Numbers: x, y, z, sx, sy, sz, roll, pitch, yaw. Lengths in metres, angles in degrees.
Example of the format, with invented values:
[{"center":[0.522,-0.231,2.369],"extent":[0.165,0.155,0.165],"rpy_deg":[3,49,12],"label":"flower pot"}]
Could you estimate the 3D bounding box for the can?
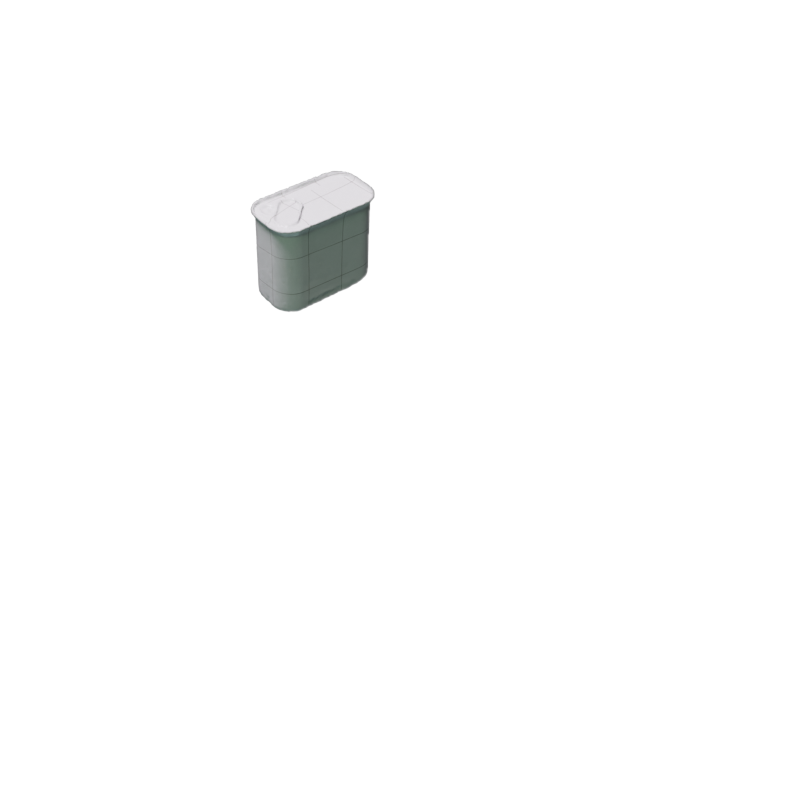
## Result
[{"center":[-0.072,-0.132,0.924],"extent":[0.101,0.078,0.062],"rpy_deg":[-27,47,-30],"label":"can"}]
